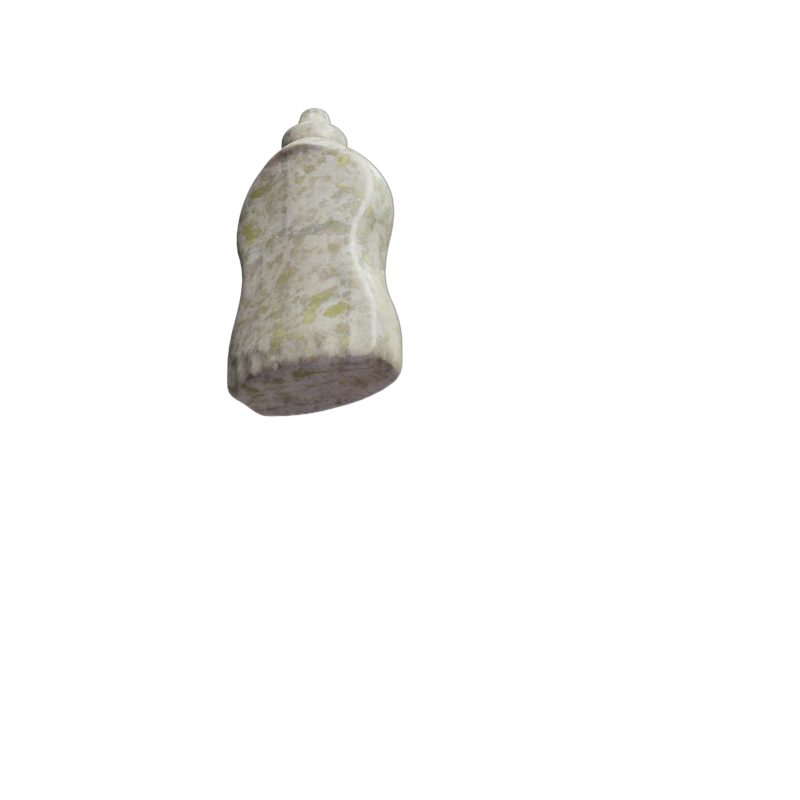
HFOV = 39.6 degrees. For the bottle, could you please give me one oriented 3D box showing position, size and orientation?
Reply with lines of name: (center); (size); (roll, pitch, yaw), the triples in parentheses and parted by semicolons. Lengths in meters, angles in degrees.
bottle: (-0.050, -0.091, 0.640); (0.097, 0.205, 0.054); (-19, -35, 25)
